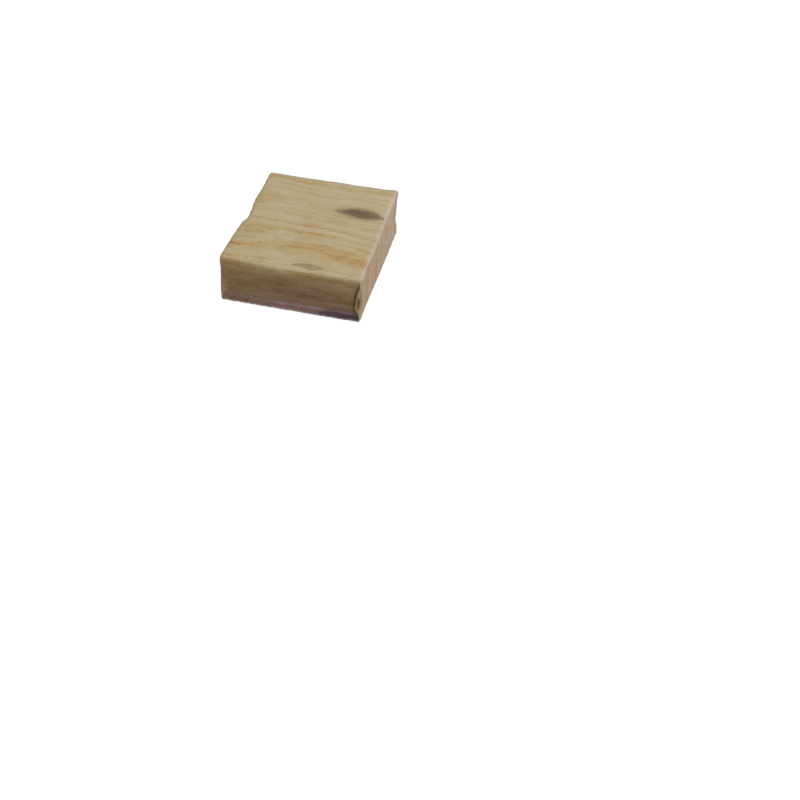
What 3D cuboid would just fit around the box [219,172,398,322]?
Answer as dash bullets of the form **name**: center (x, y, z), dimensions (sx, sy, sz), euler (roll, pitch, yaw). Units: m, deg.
- **box**: center (-0.045, -0.083, 0.578), dimensions (0.075, 0.028, 0.094), euler (9, 40, 11)
